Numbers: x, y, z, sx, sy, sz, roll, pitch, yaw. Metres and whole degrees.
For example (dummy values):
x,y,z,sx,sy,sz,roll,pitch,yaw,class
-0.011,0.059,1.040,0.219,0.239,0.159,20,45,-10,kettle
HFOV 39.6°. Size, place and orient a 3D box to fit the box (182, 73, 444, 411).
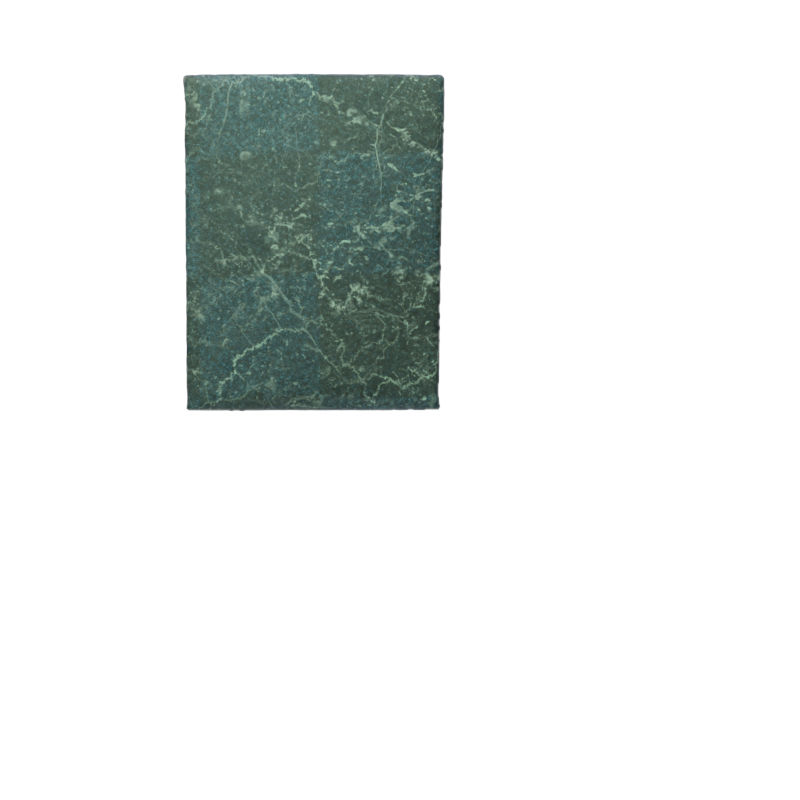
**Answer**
x,y,z,sx,sy,sz,roll,pitch,yaw,class
-0.057,-0.104,0.725,0.164,0.211,0.073,0,6,-3,box
